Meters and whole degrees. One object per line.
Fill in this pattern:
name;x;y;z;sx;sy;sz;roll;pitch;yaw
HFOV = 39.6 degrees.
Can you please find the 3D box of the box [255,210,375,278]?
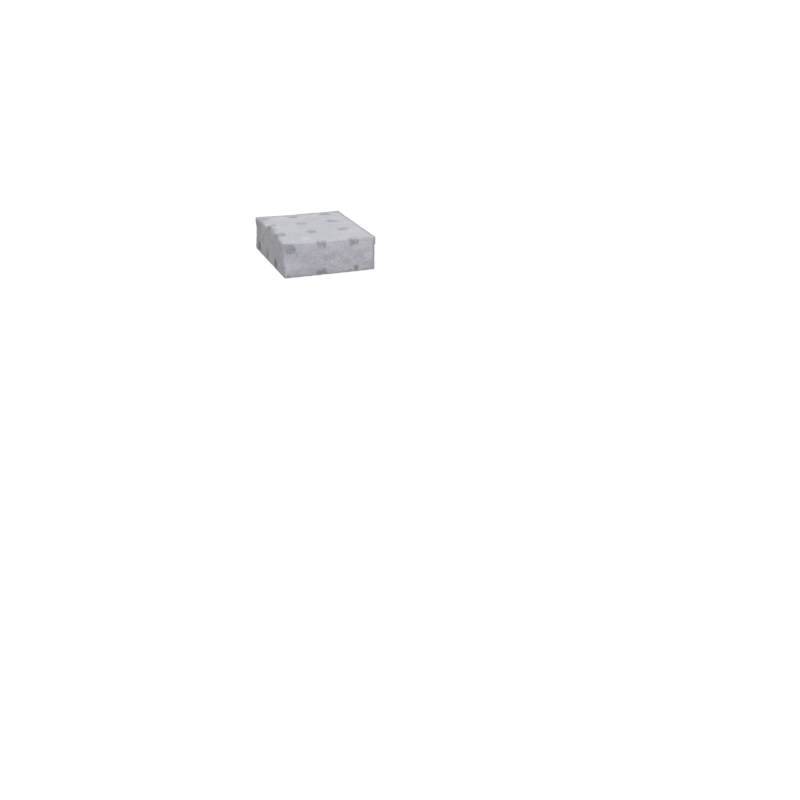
box;-0.069;-0.125;0.875;0.072;0.029;0.095;-8;24;-18
